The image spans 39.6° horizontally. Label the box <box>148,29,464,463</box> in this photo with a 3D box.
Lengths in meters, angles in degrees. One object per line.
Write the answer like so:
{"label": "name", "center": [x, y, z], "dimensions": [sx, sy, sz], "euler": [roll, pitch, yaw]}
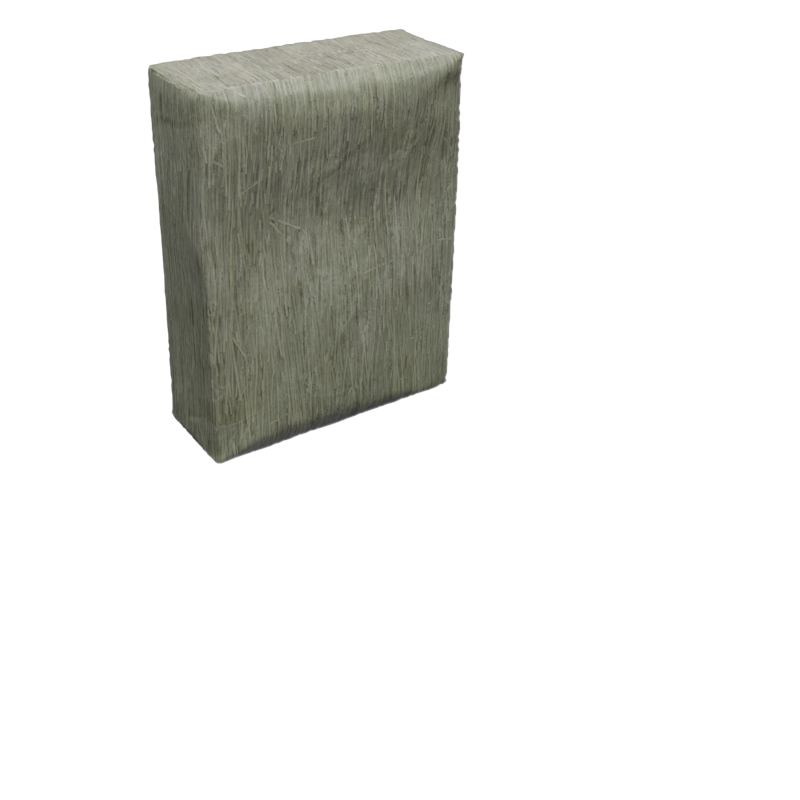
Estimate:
{"label": "box", "center": [-0.049, -0.090, 0.628], "dimensions": [0.161, 0.202, 0.077], "euler": [-16, 31, -30]}
